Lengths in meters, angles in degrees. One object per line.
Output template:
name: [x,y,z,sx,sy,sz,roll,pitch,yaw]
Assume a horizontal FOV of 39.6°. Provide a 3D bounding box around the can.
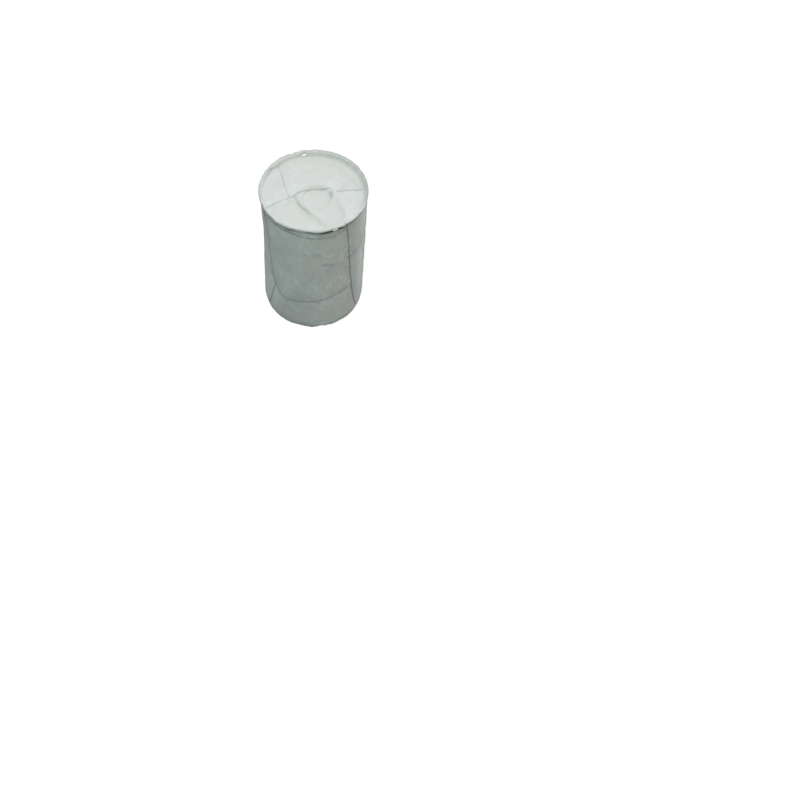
can: [-0.056,-0.103,0.720,0.068,0.073,0.095,0,-36,-3]
